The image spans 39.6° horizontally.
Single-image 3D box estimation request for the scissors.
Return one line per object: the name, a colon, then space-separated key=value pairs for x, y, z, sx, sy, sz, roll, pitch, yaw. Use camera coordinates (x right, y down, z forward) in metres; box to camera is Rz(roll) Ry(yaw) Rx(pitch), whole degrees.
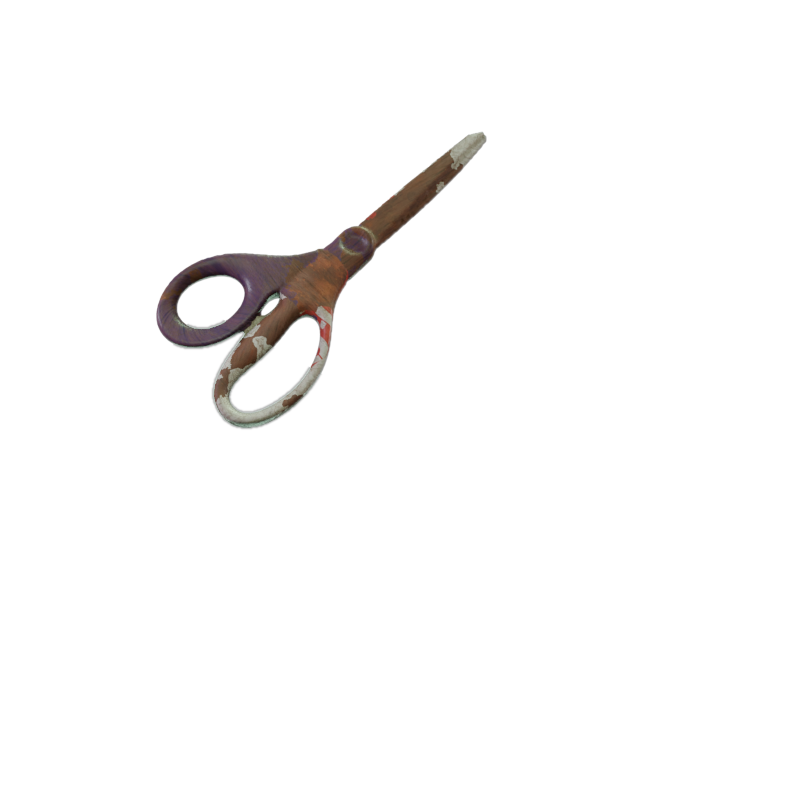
scissors: x=-0.043 y=-0.079 z=0.555 sx=0.099 sy=0.208 sz=0.015 roll=26 pitch=-24 yaw=12
